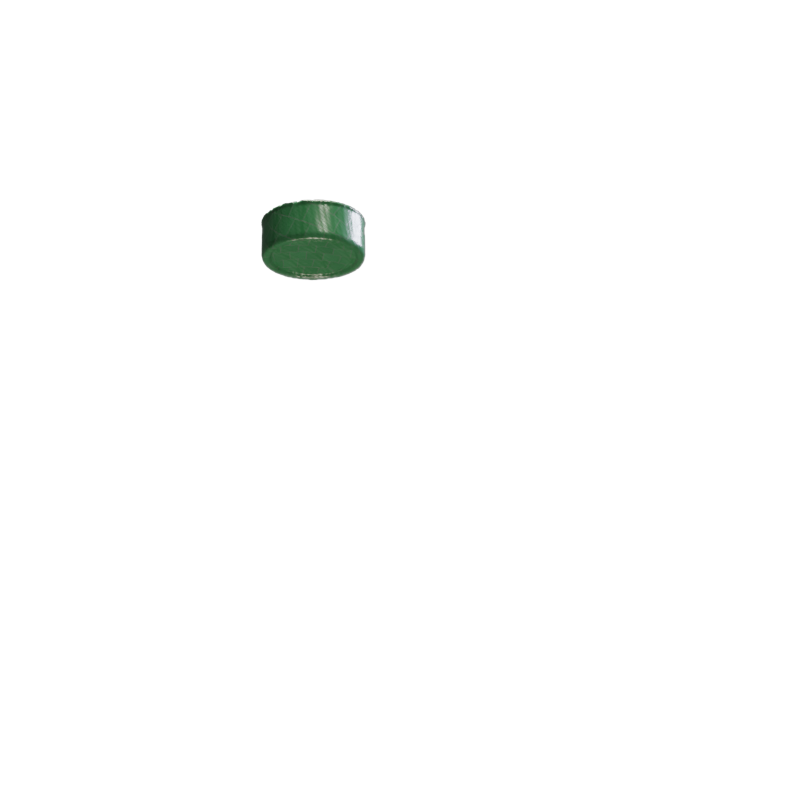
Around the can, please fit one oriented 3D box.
[{"bbox_3d":[-0.071,-0.129,0.904,0.086,0.035,0.082,0,-20,-2],"label":"can"}]
